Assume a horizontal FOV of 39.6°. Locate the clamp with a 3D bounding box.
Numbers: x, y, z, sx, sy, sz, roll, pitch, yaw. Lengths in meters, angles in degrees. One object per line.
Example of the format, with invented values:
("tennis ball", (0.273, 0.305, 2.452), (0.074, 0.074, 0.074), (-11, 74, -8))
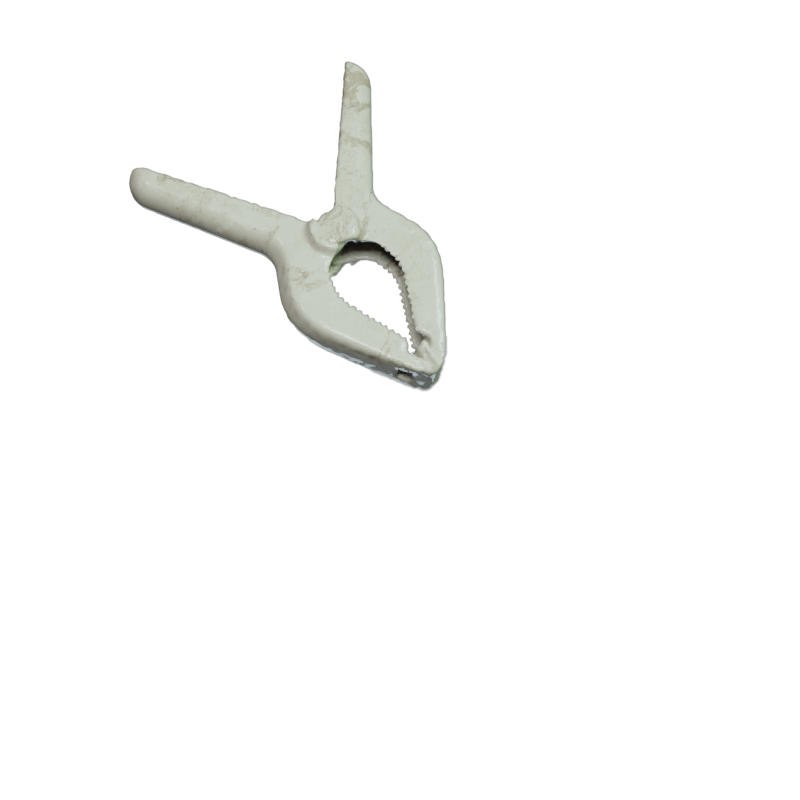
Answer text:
("clamp", (-0.050, -0.091, 0.638), (0.164, 0.223, 0.034), (-24, -24, -12))
